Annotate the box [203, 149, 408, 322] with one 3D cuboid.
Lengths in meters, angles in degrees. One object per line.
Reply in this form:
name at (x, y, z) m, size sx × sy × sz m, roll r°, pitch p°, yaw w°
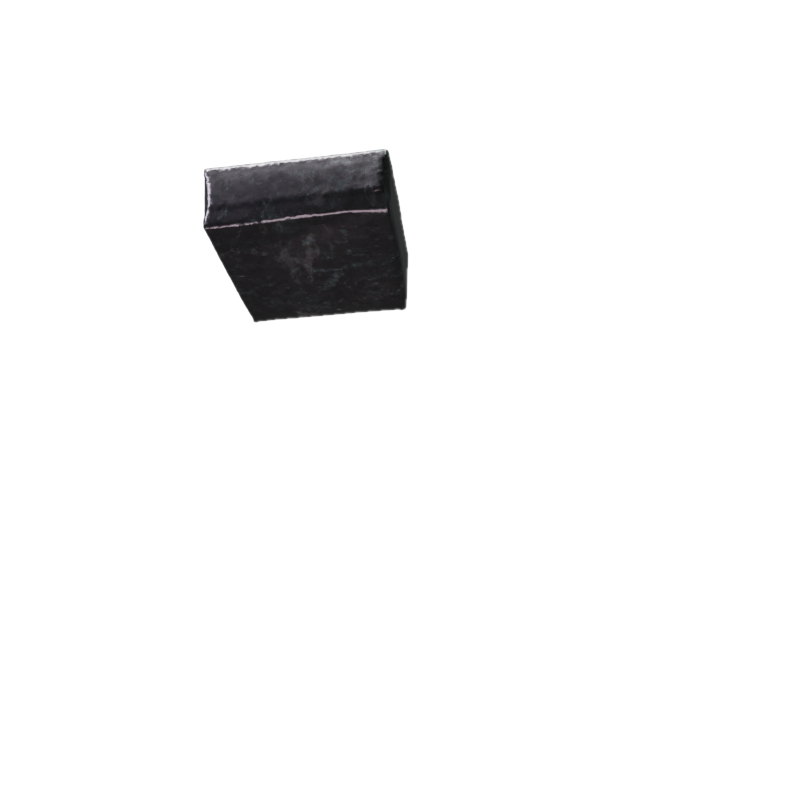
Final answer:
box at (-0.044, -0.081, 0.565) m, size 0.090 × 0.041 × 0.106 m, roll -3°, pitch -25°, yaw 6°
